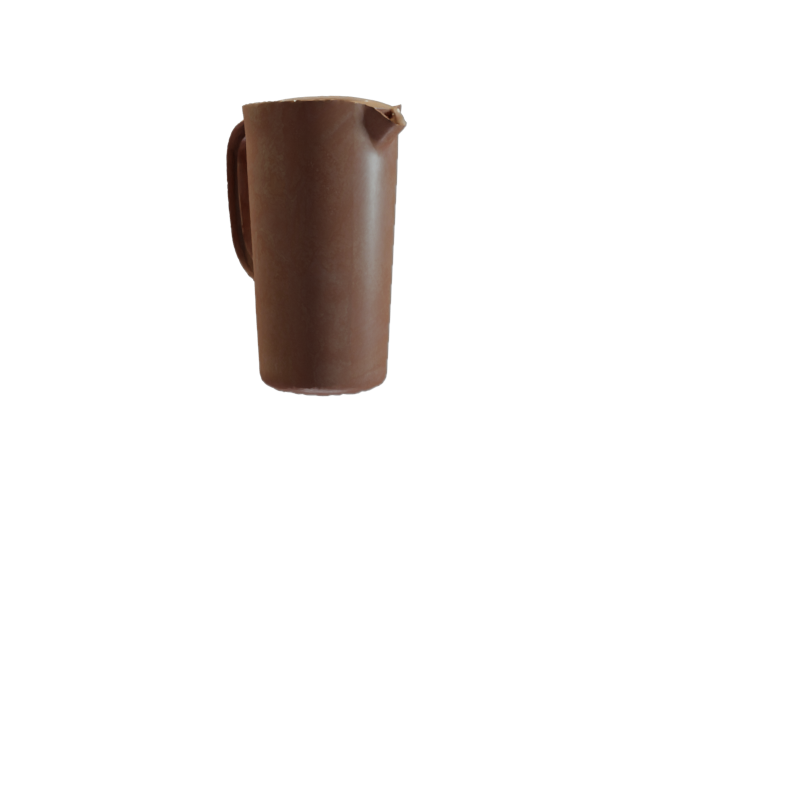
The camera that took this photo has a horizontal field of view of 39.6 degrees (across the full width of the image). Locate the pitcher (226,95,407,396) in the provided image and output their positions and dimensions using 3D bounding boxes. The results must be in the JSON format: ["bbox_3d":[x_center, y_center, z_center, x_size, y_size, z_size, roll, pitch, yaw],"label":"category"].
[{"bbox_3d":[-0.073,-0.134,0.936,0.144,0.240,0.152,0,6,-7],"label":"pitcher"}]
